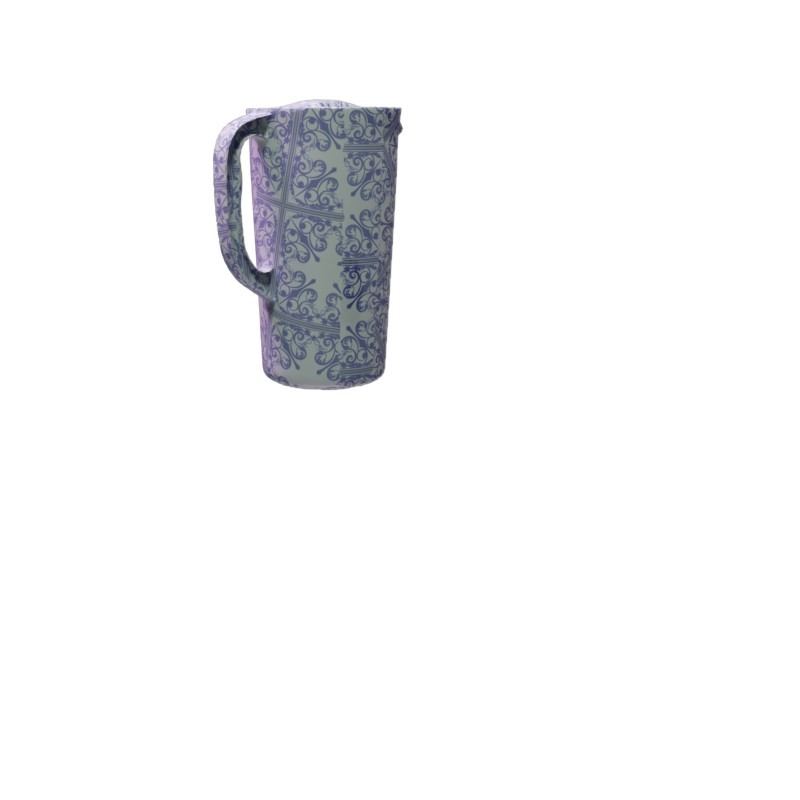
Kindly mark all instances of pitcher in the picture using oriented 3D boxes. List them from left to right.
[{"bbox_3d":[-0.075,-0.136,0.953,0.150,0.239,0.146,1,8,5],"label":"pitcher"}]
